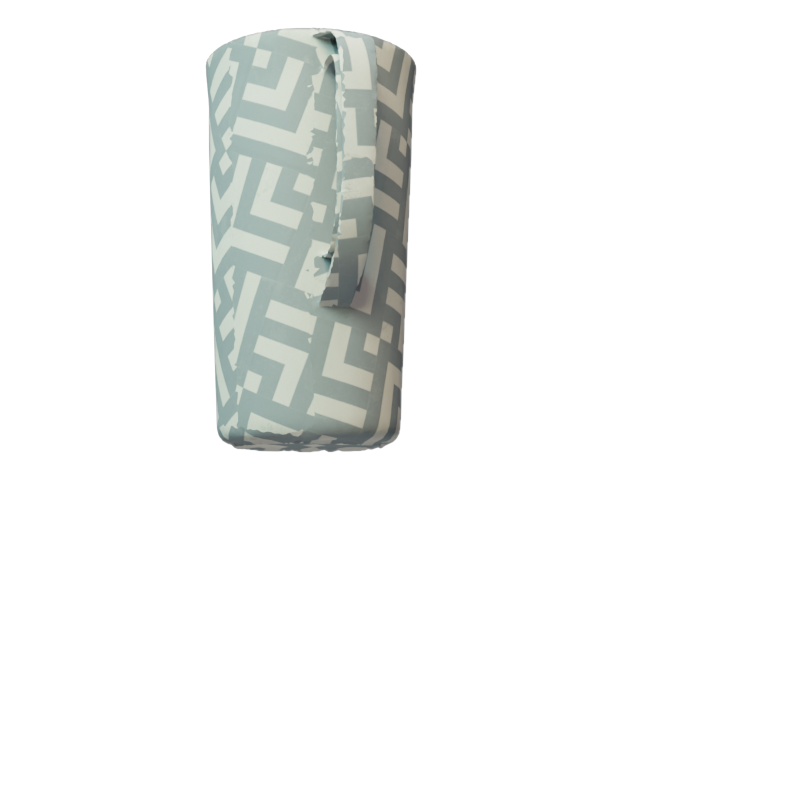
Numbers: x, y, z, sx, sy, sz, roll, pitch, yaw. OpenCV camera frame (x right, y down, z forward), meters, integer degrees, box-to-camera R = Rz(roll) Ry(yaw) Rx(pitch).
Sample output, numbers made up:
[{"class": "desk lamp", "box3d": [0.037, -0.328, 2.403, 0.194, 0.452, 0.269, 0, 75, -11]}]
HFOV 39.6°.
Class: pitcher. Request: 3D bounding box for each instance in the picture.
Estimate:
[{"class": "pitcher", "box3d": [-0.052, -0.095, 0.666, 0.148, 0.251, 0.141, -6, -13, 26]}]
